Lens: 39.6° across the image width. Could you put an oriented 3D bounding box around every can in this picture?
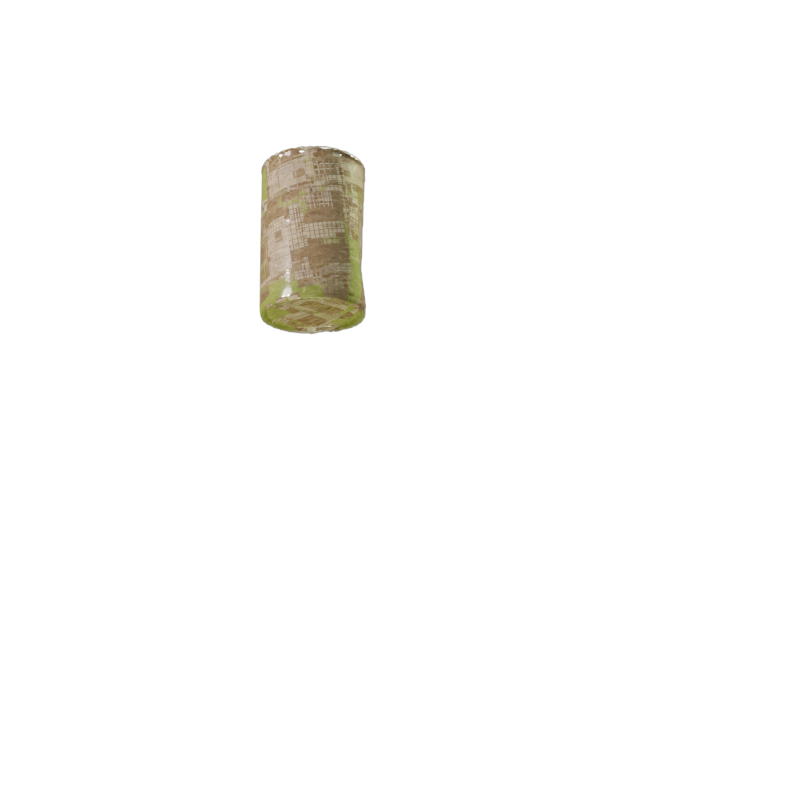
[{"bbox_3d":[-0.055,-0.100,0.703,0.068,0.108,0.065,0,-21,-2],"label":"can"}]
